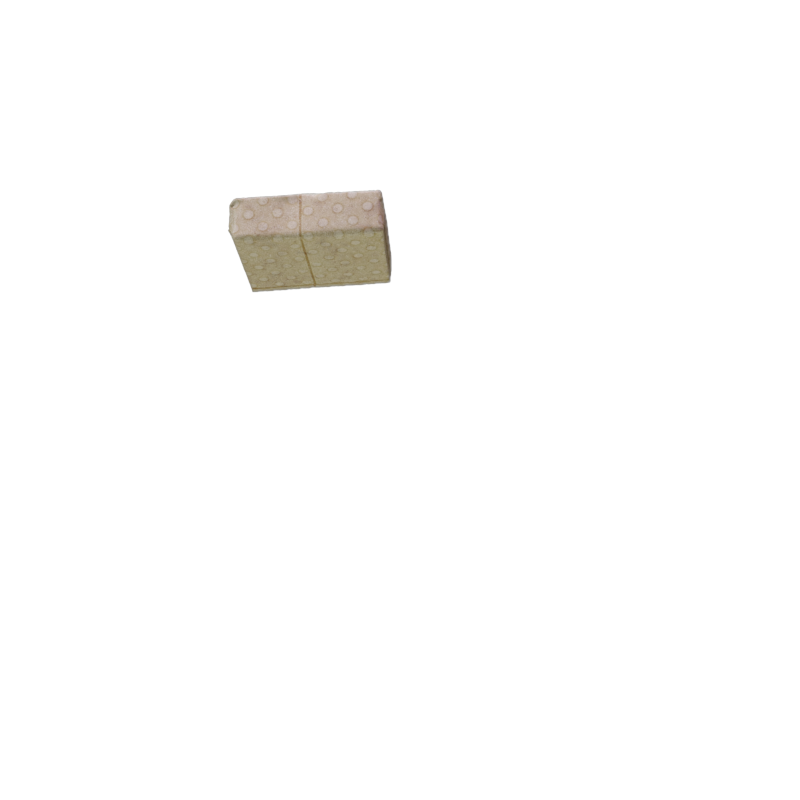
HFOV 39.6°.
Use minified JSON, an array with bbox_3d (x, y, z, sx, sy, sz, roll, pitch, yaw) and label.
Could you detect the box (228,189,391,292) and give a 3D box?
[{"bbox_3d":[-0.052,-0.094,0.658,0.090,0.032,0.069,-2,-21,5],"label":"box"}]
